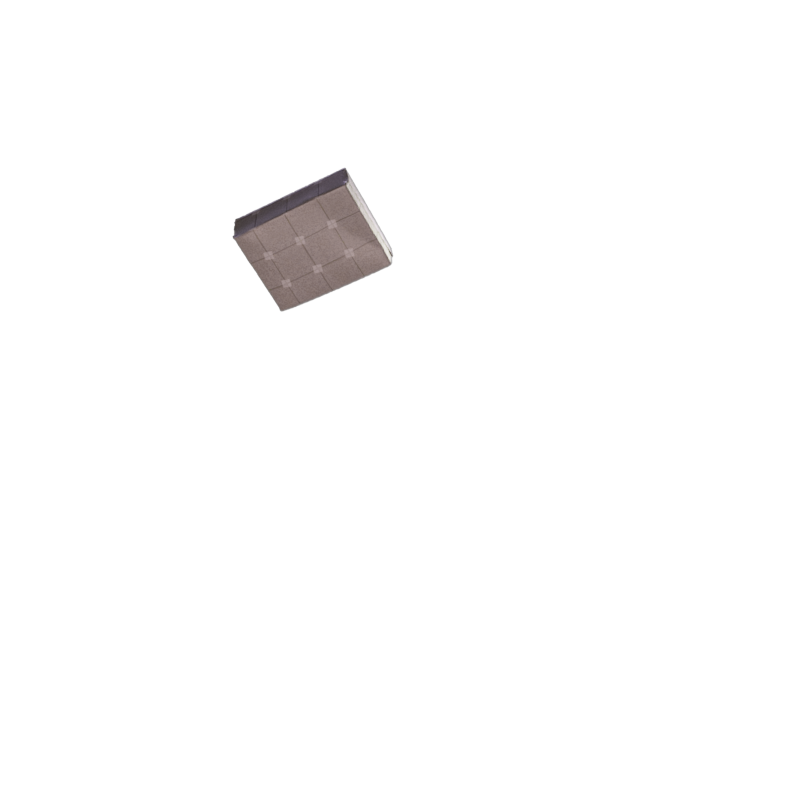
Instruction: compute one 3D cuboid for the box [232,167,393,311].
[{"bbox_3d":[-0.075,-0.137,0.963,0.114,0.084,0.041,-24,28,13],"label":"box"}]
